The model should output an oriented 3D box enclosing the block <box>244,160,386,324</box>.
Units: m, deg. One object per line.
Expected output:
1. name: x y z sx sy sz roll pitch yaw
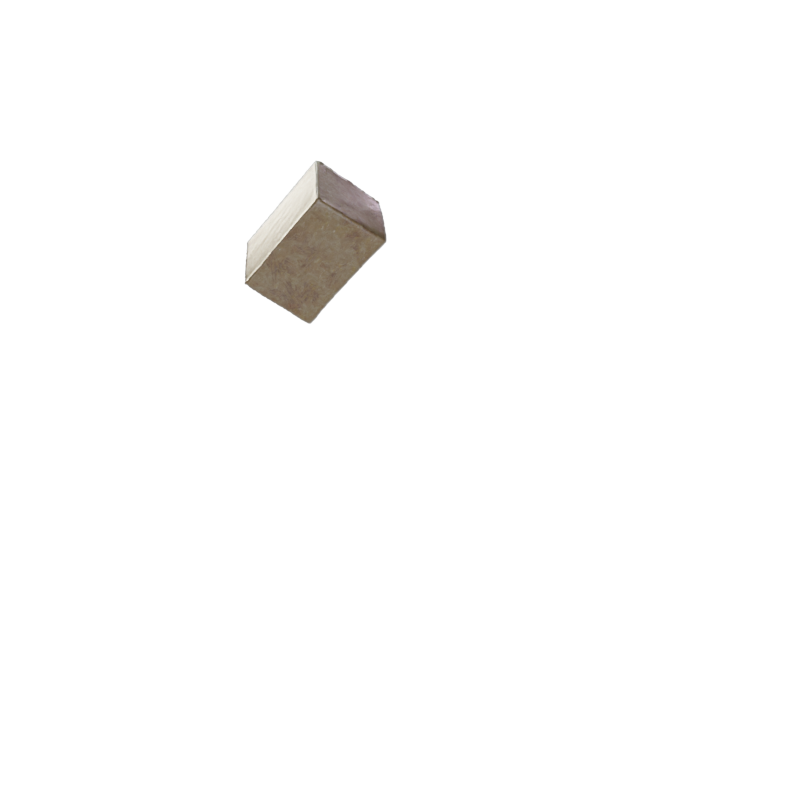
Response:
1. block: -0.054 -0.098 0.686 0.050 0.076 0.055 33 28 -23
